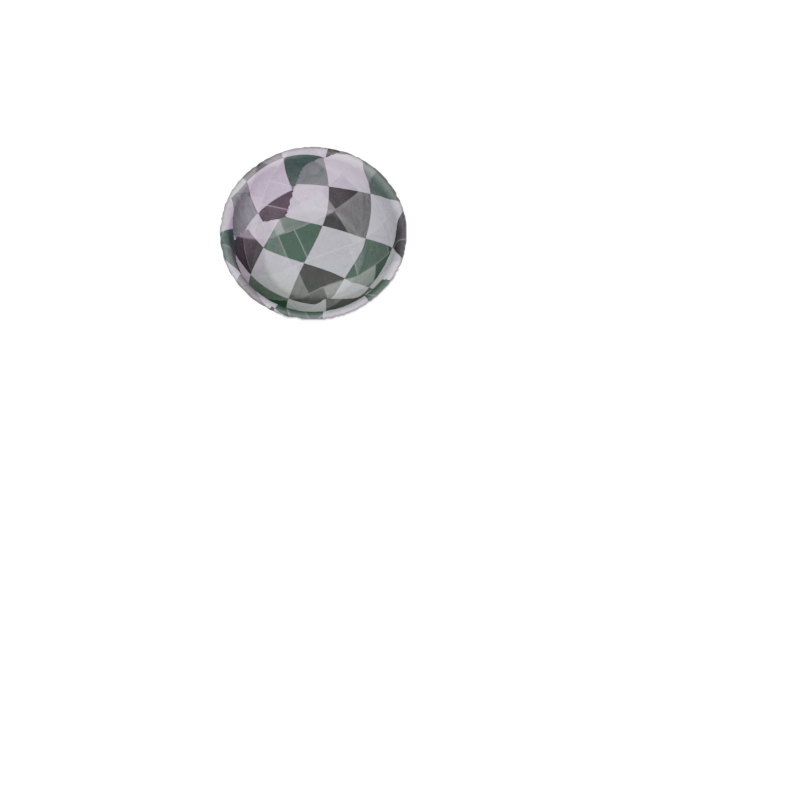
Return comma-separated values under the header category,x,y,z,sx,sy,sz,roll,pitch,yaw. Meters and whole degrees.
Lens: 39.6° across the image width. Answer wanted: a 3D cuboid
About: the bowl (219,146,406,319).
category,x,y,z,sx,sy,sz,roll,pitch,yaw
bowl,-0.077,-0.140,0.978,0.162,0.170,0.052,-1,-21,-1
